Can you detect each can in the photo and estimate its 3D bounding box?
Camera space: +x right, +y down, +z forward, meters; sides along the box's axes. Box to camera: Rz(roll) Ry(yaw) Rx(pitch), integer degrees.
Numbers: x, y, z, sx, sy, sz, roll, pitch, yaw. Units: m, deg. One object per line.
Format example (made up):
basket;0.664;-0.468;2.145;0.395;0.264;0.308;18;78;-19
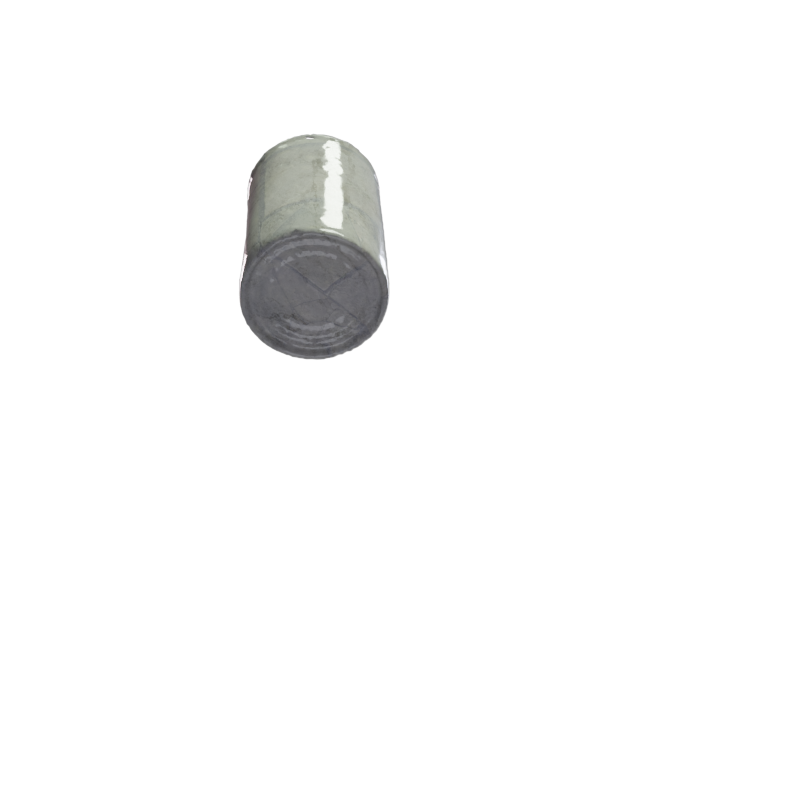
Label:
can;-0.041;-0.075;0.524;0.068;0.064;0.109;-1;33;-3
